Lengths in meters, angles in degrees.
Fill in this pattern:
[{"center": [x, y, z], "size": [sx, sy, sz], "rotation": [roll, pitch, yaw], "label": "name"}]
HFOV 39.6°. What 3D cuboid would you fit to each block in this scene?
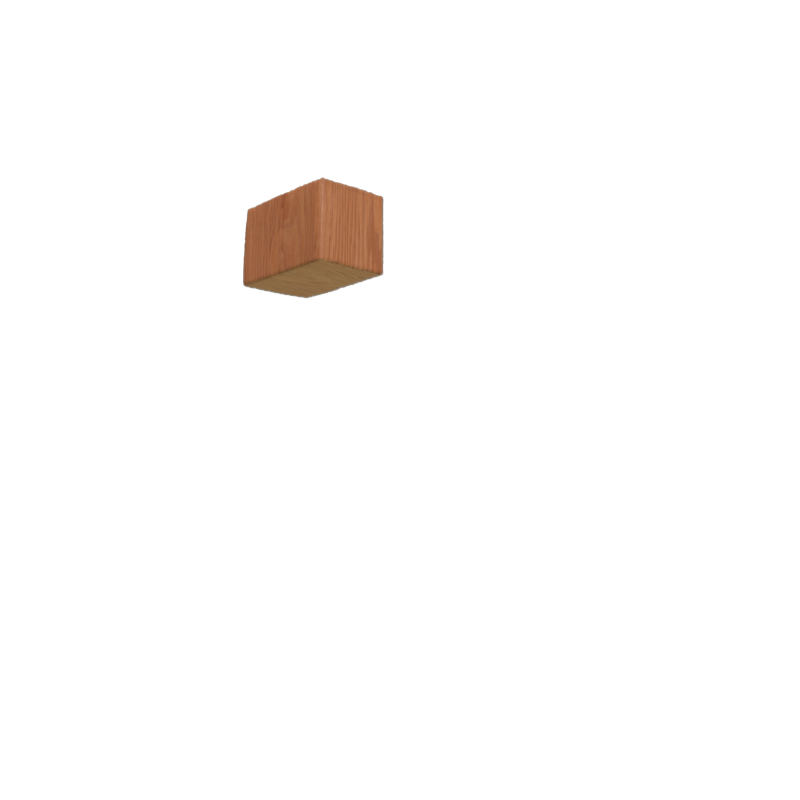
[{"center": [-0.054, -0.099, 0.690], "size": [0.050, 0.053, 0.079], "rotation": [12, -17, -41], "label": "block"}]
